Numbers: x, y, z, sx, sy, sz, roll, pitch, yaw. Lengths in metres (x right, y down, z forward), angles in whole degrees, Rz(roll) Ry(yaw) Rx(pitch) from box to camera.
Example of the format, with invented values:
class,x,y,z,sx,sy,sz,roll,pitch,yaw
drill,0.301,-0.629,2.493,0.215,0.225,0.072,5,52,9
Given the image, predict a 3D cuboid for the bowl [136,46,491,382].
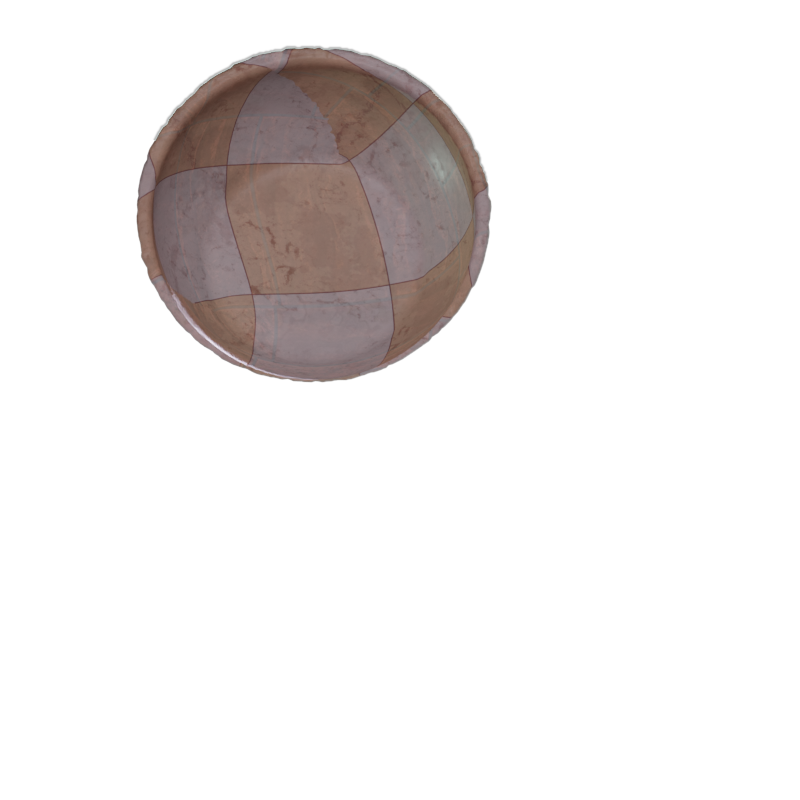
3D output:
class,x,y,z,sx,sy,sz,roll,pitch,yaw
bowl,-0.038,-0.069,0.483,0.162,0.155,0.058,1,22,-1
